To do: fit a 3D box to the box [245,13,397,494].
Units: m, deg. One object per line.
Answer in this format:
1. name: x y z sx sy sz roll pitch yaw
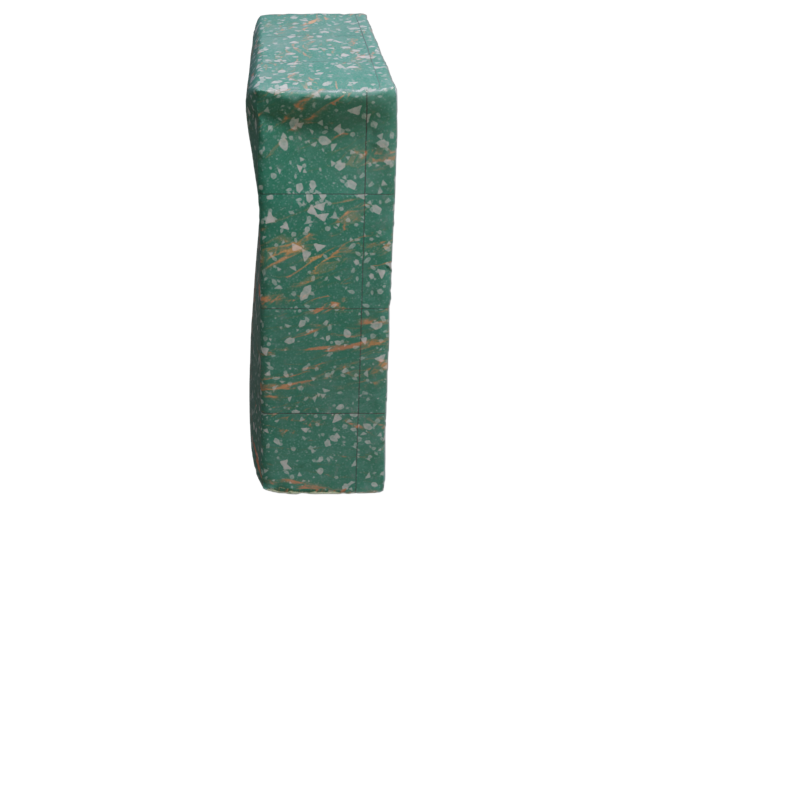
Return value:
1. box: -0.046 -0.084 0.592 0.071 0.203 0.174 -1 26 -6
